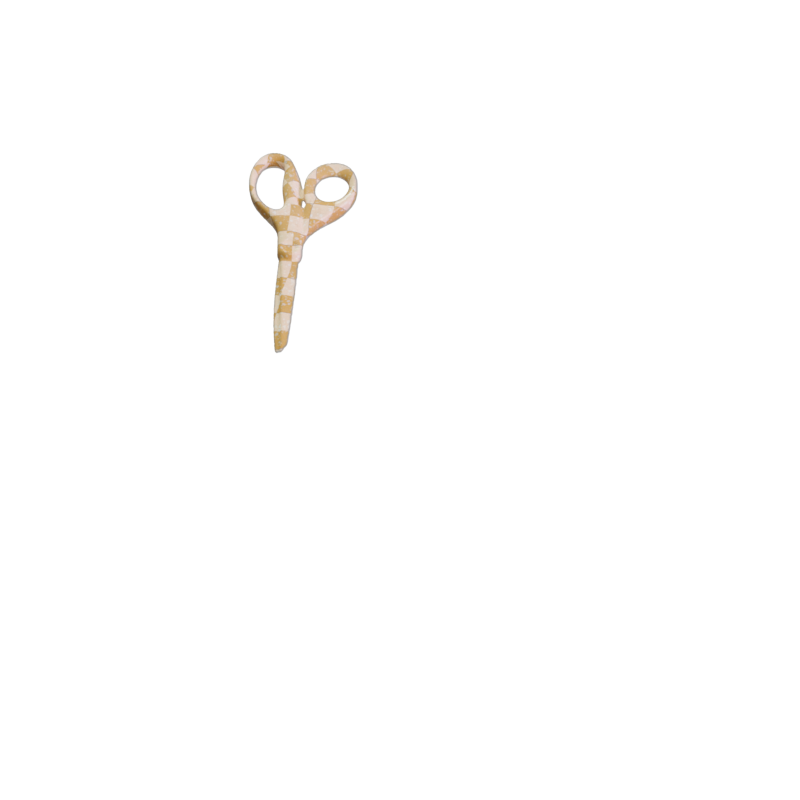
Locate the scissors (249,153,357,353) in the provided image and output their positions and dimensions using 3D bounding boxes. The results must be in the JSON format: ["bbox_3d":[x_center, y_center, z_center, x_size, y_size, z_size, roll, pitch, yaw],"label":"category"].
[{"bbox_3d":[-0.066,-0.121,0.848,0.095,0.218,0.015,-10,-40,-9],"label":"scissors"}]
